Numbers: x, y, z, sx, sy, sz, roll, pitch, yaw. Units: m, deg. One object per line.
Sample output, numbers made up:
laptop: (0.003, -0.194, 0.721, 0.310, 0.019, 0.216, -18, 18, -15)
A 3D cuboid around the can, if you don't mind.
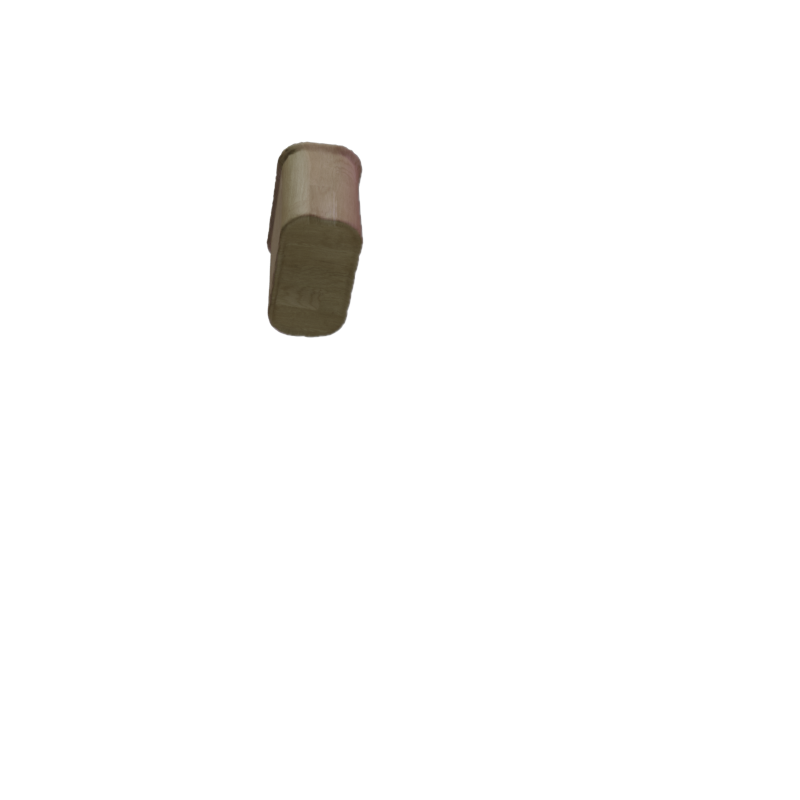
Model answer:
can: (-0.057, -0.104, 0.726, 0.057, 0.096, 0.090, 6, 39, -8)
